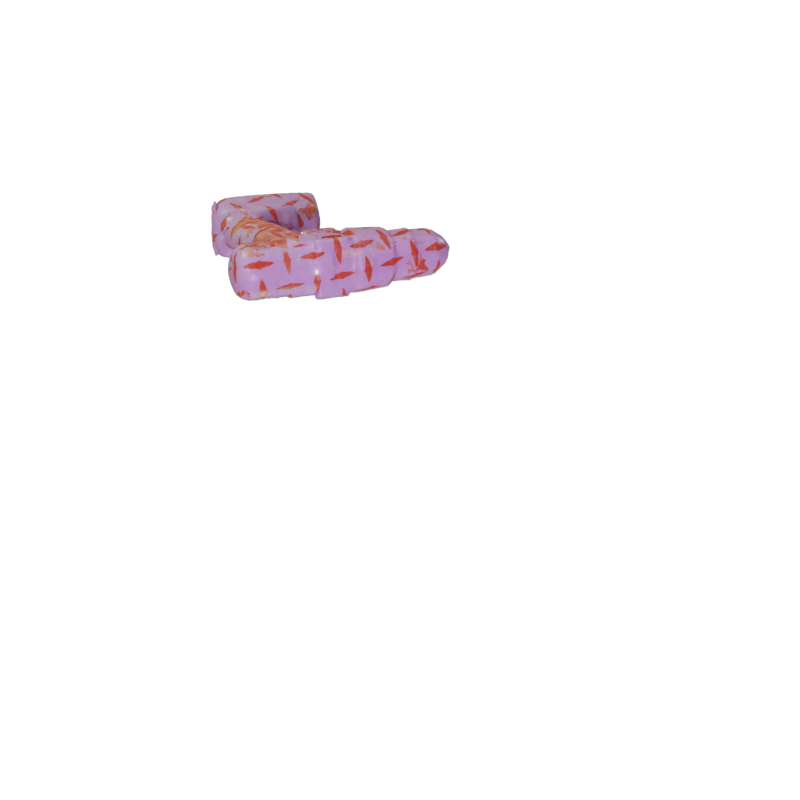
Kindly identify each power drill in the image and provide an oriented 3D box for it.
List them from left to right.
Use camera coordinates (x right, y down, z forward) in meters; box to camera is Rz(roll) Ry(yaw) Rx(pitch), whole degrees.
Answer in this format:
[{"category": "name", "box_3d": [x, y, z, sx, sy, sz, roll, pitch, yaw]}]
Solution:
[{"category": "power drill", "box_3d": [-0.074, -0.136, 0.949, 0.180, 0.055, 0.199, -7, 20, -21]}]
